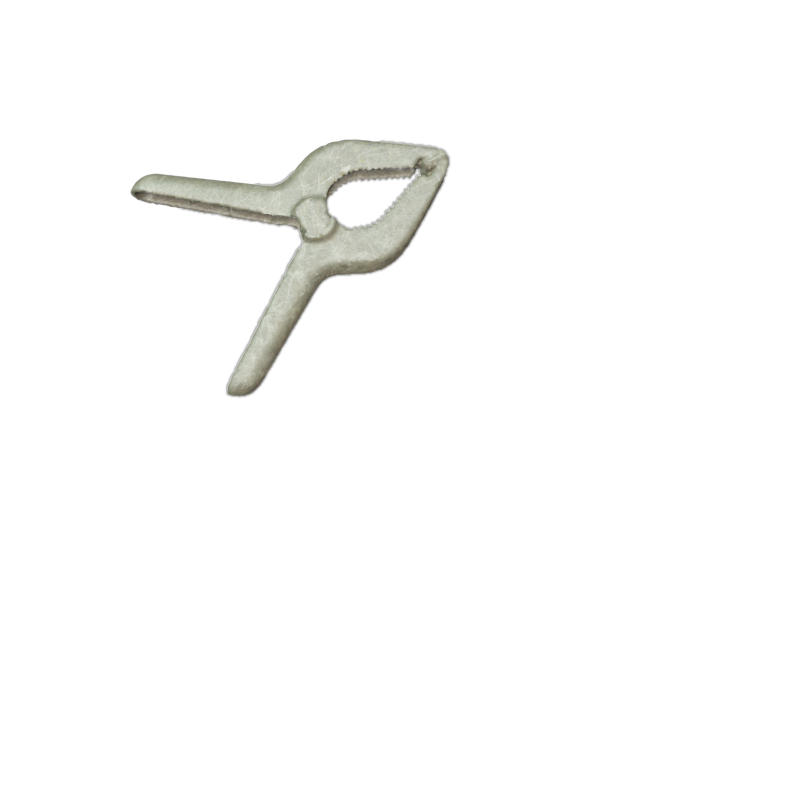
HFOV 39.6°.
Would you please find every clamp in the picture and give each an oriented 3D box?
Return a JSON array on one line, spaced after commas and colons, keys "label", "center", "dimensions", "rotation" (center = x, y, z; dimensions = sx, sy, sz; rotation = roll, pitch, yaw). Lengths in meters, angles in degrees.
[{"label": "clamp", "center": [-0.058, -0.106, 0.744], "dimensions": [0.209, 0.171, 0.035], "rotation": [-20, -13, -5]}]
